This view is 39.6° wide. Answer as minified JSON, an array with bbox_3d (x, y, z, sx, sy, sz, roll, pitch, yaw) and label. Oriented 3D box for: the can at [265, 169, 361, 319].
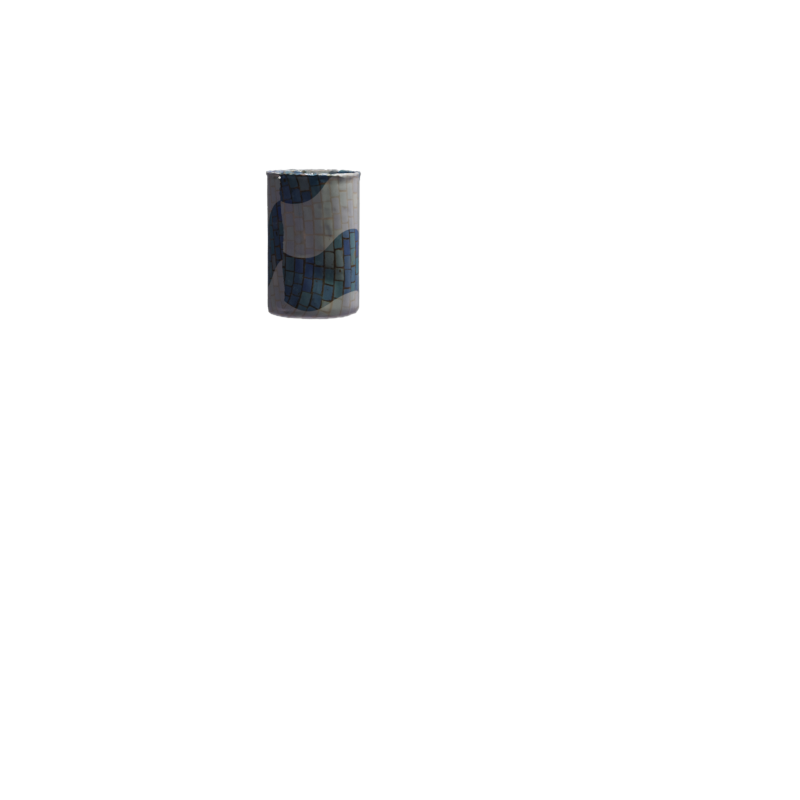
[{"bbox_3d":[-0.062,-0.114,0.798,0.068,0.100,0.070,0,9,-2],"label":"can"}]
